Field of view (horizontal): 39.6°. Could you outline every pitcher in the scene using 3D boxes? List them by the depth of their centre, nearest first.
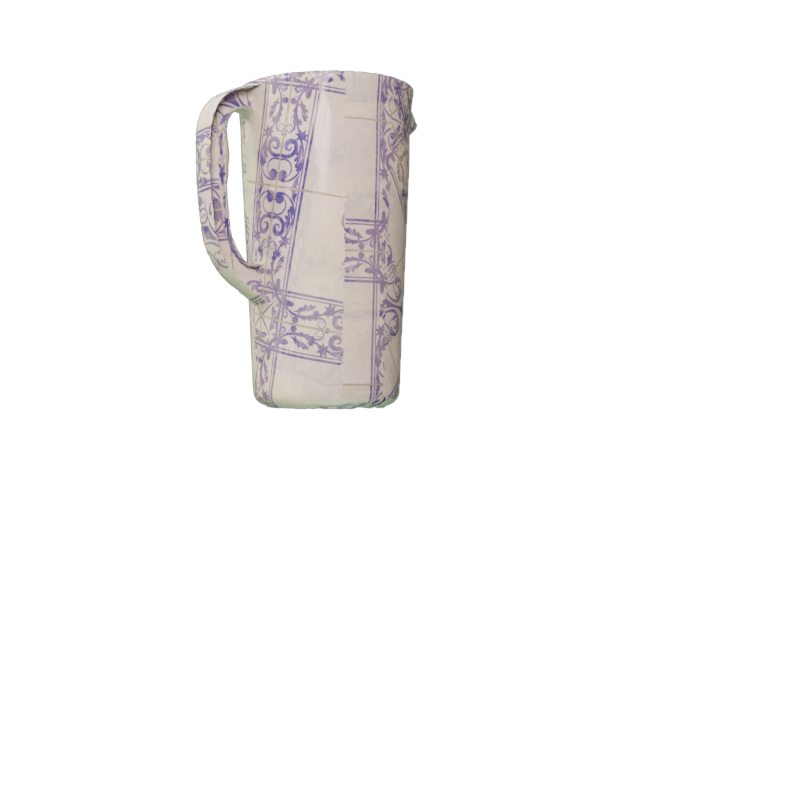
[{"bbox_3d":[-0.064,-0.117,0.821,0.151,0.246,0.142,-1,-4,7],"label":"pitcher"}]
